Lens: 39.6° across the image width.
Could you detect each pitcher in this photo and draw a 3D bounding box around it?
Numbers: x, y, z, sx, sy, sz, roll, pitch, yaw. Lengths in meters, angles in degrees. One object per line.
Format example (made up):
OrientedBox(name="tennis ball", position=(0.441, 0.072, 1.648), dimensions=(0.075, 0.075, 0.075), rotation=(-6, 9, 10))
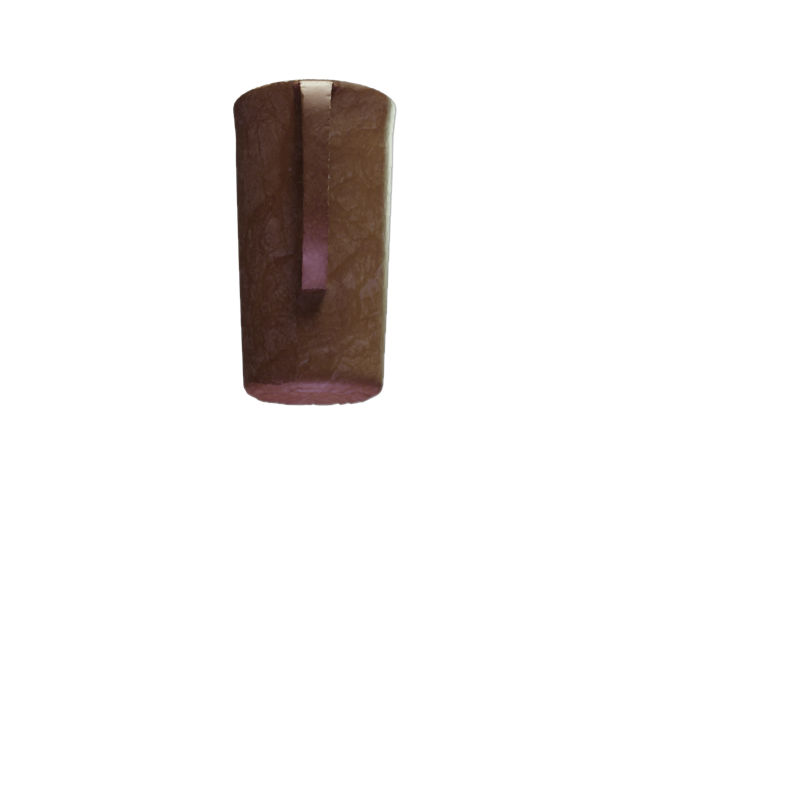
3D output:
OrientedBox(name="pitcher", position=(-0.068, -0.124, 0.867), dimensions=(0.148, 0.251, 0.141), rotation=(-11, -16, 39))
